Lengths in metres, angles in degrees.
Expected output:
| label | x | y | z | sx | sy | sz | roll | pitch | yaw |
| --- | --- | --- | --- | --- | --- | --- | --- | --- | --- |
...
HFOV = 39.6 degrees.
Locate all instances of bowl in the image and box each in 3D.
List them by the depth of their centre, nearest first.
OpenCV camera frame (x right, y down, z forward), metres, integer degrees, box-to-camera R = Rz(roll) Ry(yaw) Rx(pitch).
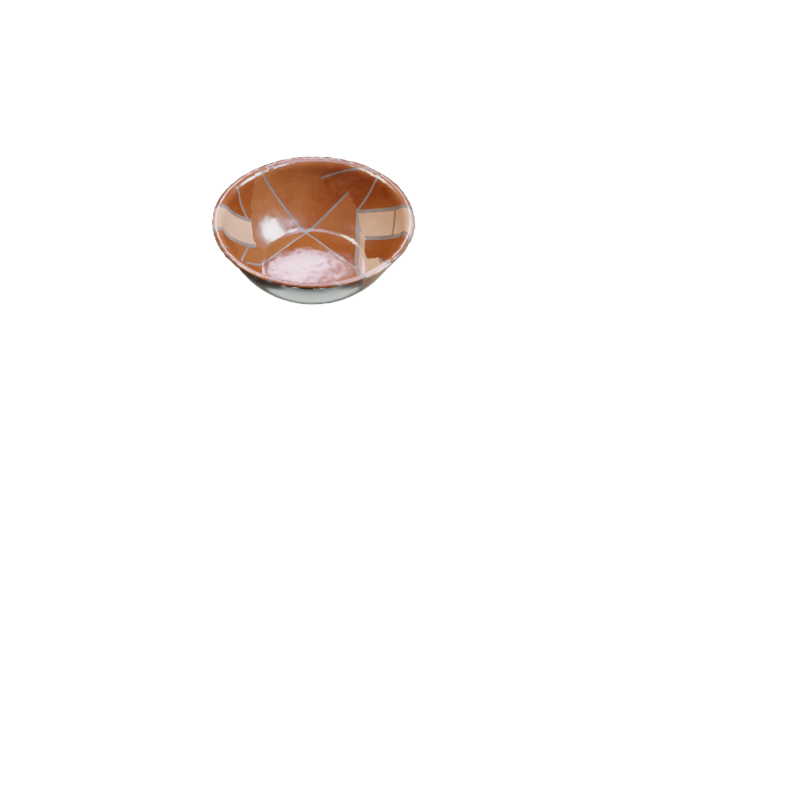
| label | x | y | z | sx | sy | sz | roll | pitch | yaw |
| --- | --- | --- | --- | --- | --- | --- | --- | --- | --- |
| bowl | -0.070 | -0.128 | 0.899 | 0.162 | 0.174 | 0.051 | -1 | -44 | -1 |
